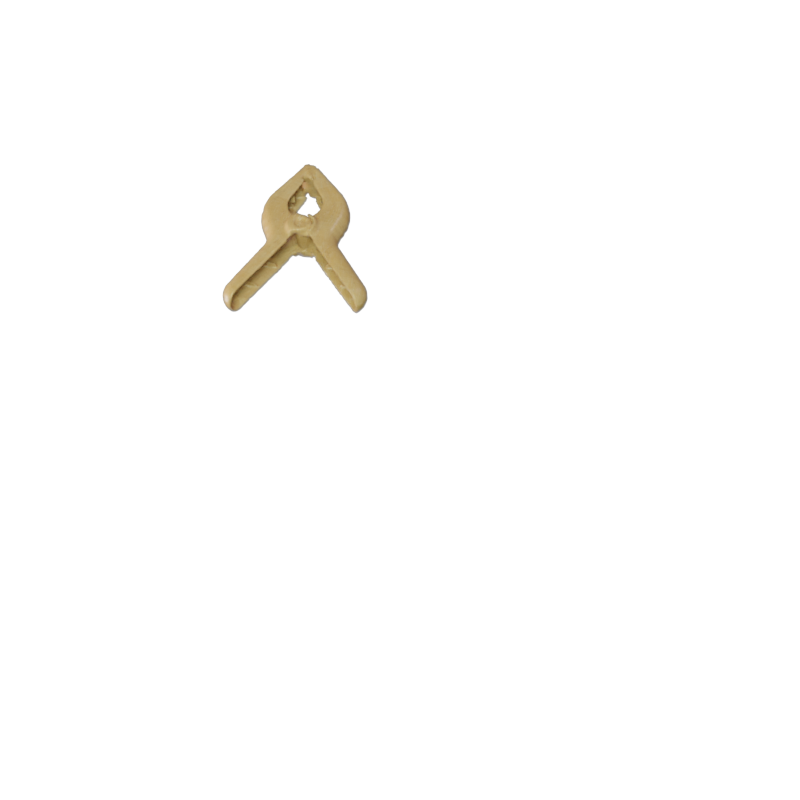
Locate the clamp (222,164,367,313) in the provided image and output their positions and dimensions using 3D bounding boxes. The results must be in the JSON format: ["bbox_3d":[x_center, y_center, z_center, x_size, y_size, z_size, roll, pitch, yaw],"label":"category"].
[{"bbox_3d":[-0.076,-0.138,0.968,0.122,0.181,0.037,10,-37,7],"label":"clamp"}]
